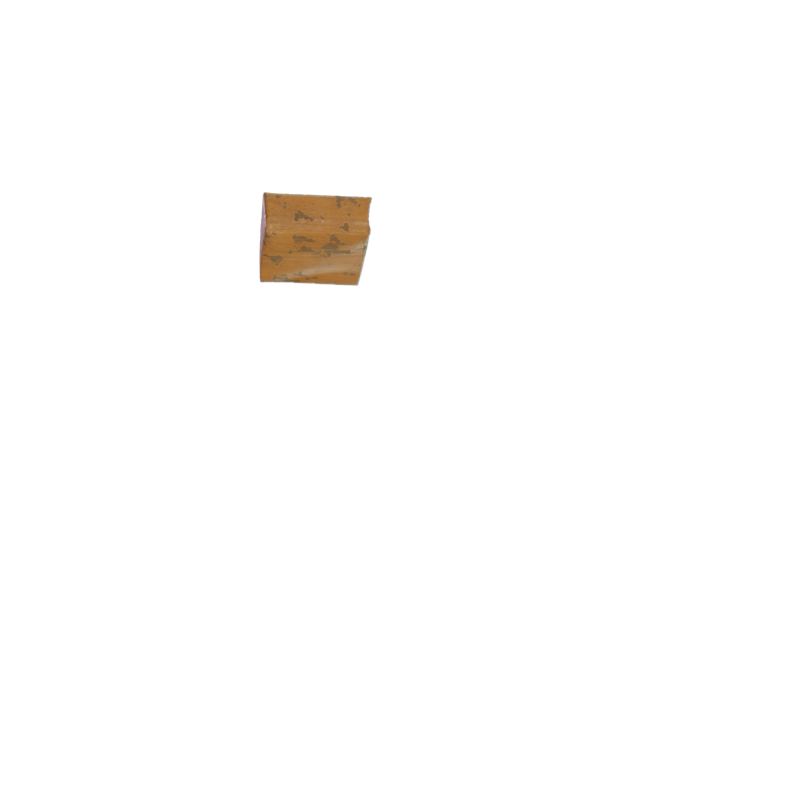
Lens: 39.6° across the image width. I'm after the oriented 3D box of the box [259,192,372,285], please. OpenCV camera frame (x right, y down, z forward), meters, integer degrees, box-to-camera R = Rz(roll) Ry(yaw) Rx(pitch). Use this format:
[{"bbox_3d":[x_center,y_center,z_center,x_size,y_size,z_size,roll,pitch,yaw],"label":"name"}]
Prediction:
[{"bbox_3d":[-0.074,-0.135,0.942,0.089,0.041,0.109,2,-17,-6],"label":"box"}]
